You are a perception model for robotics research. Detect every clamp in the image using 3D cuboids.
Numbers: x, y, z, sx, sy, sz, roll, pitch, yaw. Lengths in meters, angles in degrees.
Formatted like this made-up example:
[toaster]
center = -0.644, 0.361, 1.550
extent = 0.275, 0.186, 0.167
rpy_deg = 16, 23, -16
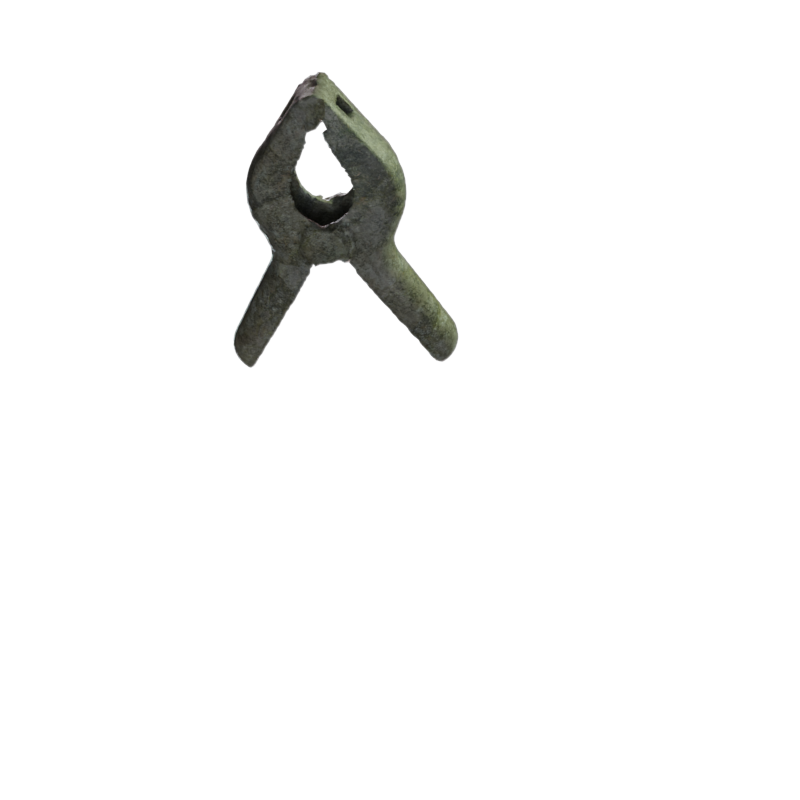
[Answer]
[clamp]
center = -0.044, -0.081, 0.566
extent = 0.121, 0.160, 0.042
rpy_deg = -12, 31, 7
